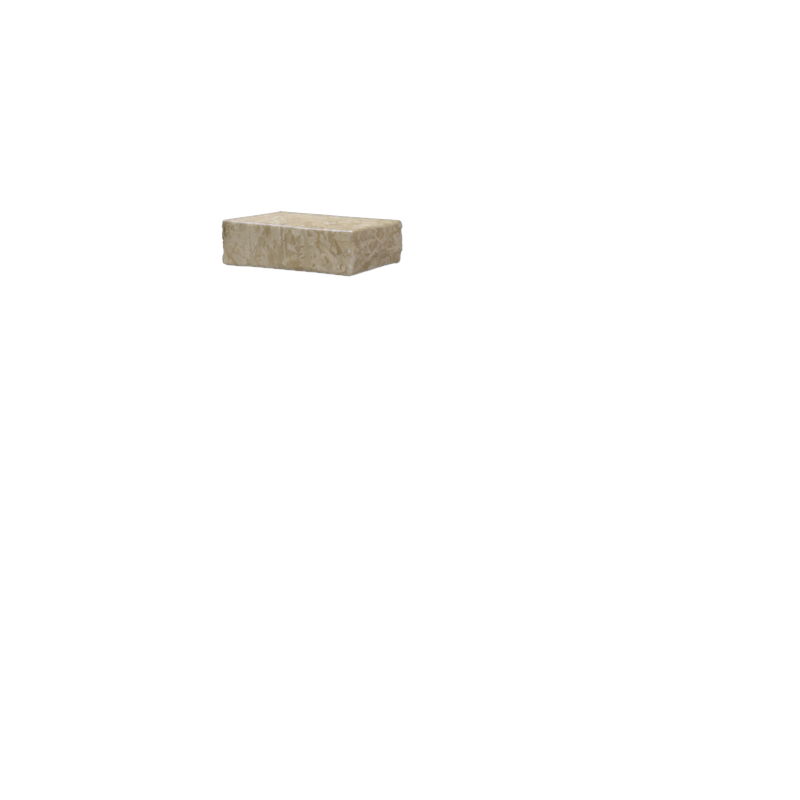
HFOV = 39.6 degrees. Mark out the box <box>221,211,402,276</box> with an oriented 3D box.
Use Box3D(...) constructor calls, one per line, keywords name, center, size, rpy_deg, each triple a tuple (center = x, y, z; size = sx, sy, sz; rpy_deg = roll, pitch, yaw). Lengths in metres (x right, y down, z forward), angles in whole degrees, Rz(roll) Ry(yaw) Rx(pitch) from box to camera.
Box3D(name="box", center=(-0.066, -0.121, 0.849), size=(0.117, 0.038, 0.089), rpy_deg=(6, 13, 25))
